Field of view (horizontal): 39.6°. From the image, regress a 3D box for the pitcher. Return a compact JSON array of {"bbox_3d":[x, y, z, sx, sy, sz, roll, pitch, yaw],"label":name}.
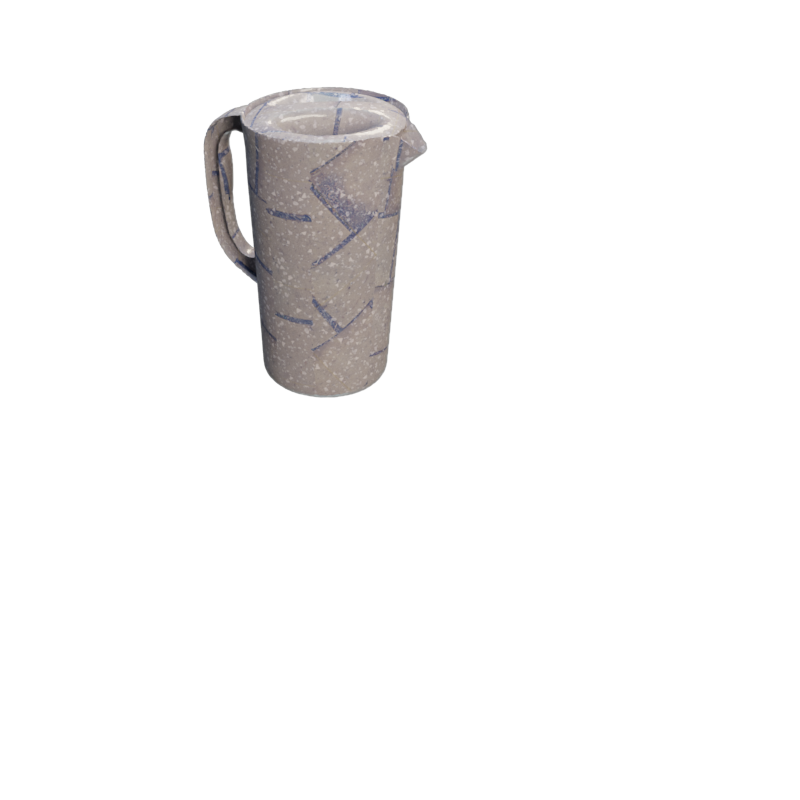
[{"bbox_3d":[-0.072,-0.131,0.920,0.142,0.229,0.161,-11,31,-23],"label":"pitcher"}]
